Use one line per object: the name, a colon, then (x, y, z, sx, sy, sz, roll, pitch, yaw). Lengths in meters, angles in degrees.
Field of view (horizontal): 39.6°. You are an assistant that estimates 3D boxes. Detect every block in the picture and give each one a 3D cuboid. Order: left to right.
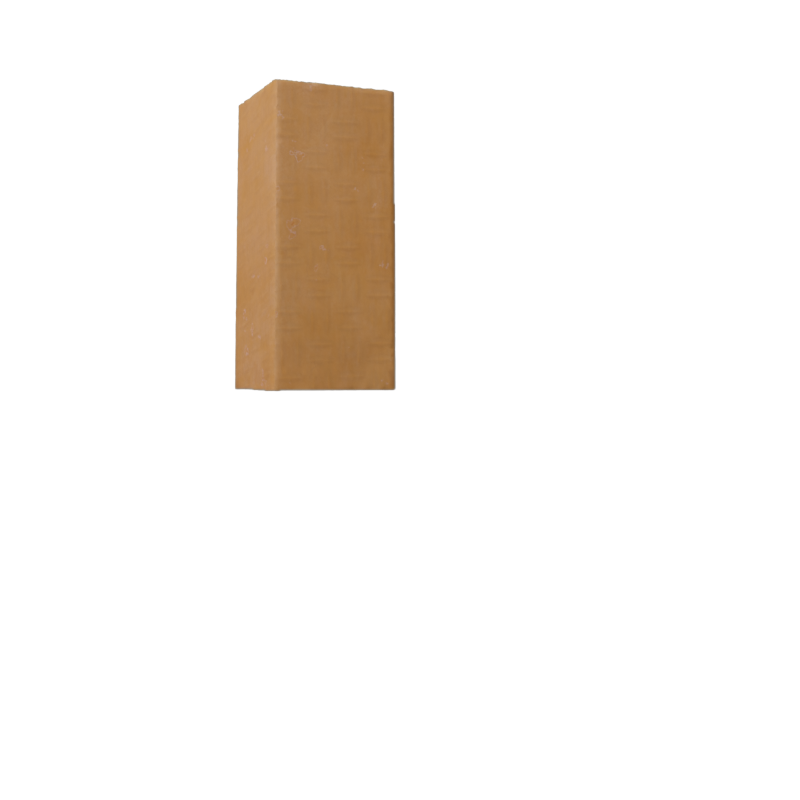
block: (-0.061, -0.111, 0.779, 0.088, 0.209, 0.091, 2, -6, -23)
